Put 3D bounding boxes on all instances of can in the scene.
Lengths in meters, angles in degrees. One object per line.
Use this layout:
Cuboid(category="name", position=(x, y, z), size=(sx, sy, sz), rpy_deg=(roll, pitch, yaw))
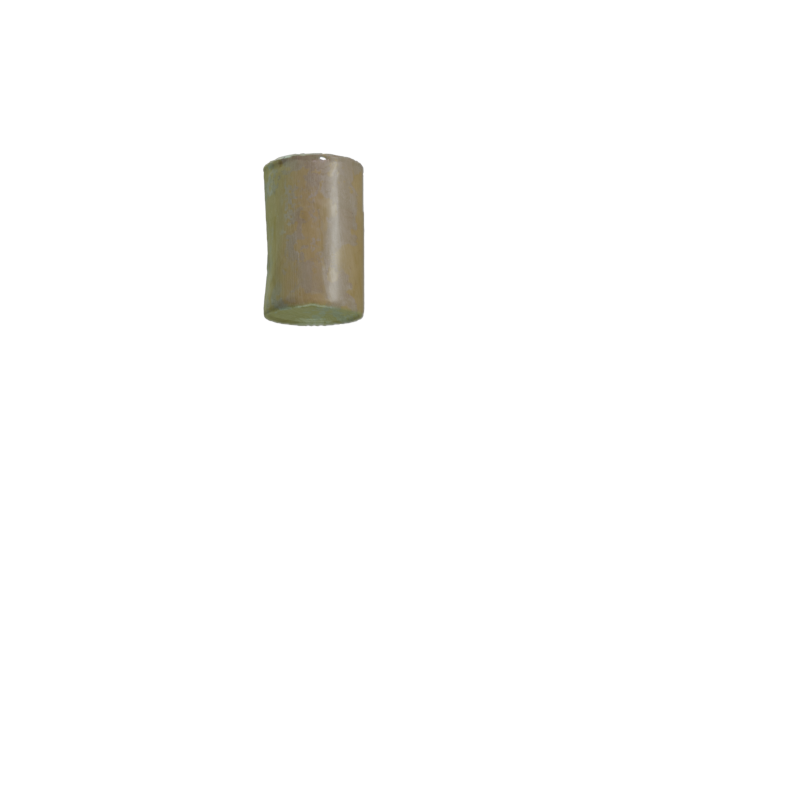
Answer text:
Cuboid(category="can", position=(-0.057, -0.105, 0.734), size=(0.068, 0.106, 0.066), rpy_deg=(0, -12, -2))
